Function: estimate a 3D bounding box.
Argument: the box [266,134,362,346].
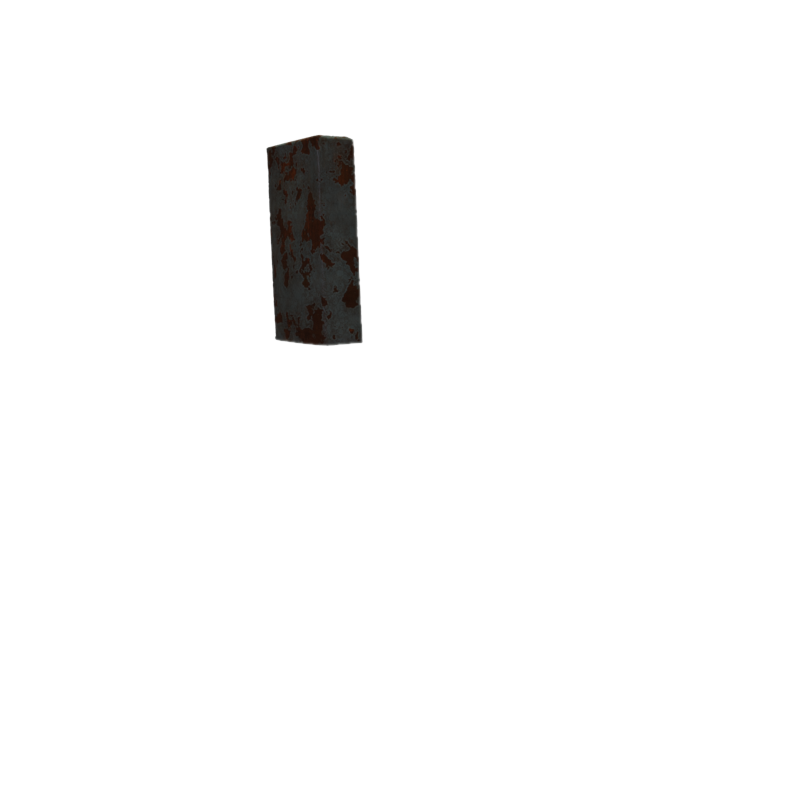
[{"bbox_3d":[-0.075,-0.138,0.965,0.046,0.177,0.096,1,-1,-33],"label":"box"}]
